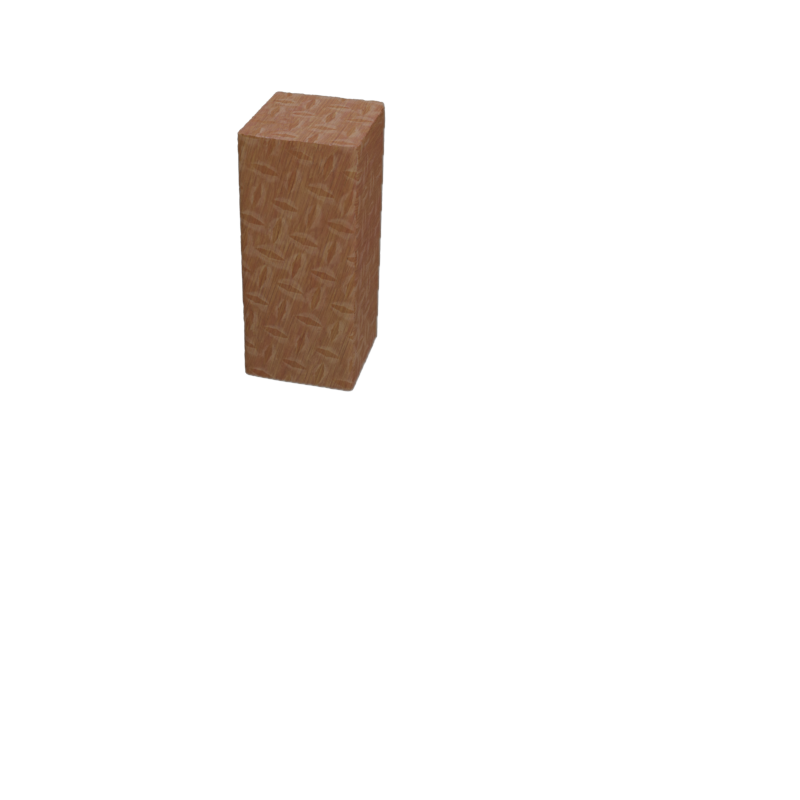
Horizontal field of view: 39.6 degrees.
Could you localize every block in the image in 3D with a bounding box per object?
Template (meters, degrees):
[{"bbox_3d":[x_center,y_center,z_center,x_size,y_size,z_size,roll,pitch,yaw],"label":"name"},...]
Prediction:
[{"bbox_3d":[-0.066,-0.121,0.851,0.092,0.194,0.094,9,31,11],"label":"block"}]
